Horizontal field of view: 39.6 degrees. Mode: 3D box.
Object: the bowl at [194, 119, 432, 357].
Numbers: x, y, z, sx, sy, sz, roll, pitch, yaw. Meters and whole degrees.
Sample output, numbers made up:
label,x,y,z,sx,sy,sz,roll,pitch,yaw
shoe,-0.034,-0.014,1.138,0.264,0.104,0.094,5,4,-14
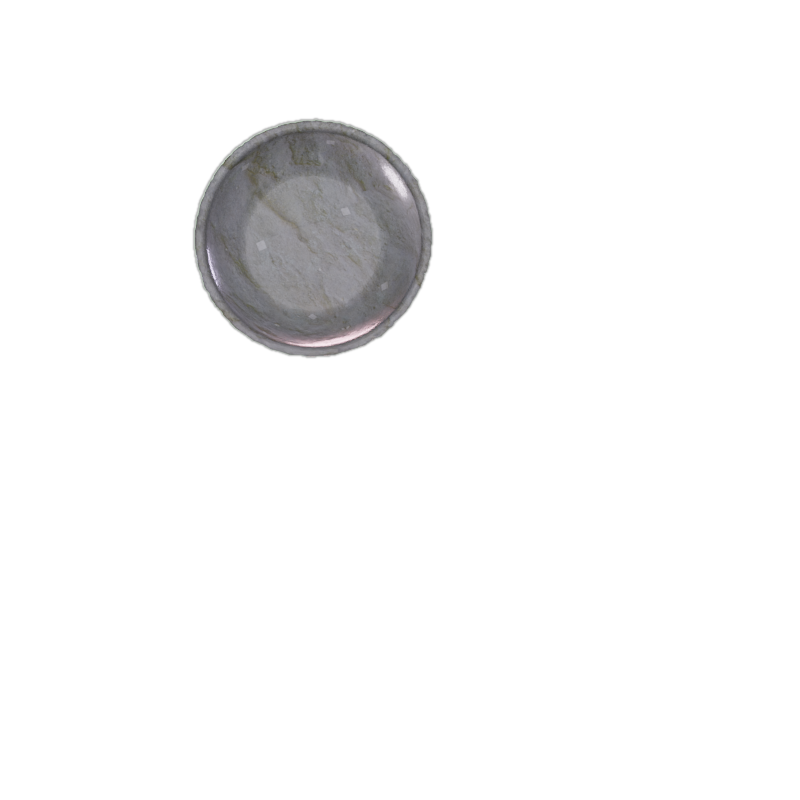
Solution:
label,x,y,z,sx,sy,sz,roll,pitch,yaw
bowl,-0.057,-0.104,0.728,0.162,0.160,0.056,0,4,0
